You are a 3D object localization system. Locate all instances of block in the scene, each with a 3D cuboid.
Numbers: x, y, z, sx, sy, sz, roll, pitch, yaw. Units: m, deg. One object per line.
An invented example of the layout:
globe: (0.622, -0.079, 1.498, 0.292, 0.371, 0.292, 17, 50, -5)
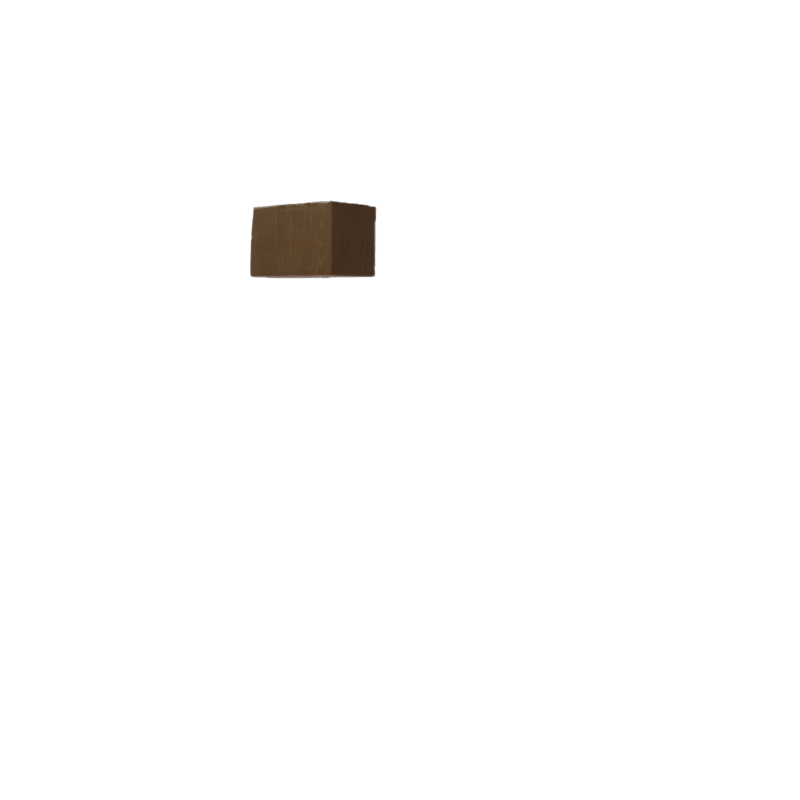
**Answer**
block: (-0.062, -0.114, 0.795, 0.081, 0.051, 0.051, 2, 2, 39)
